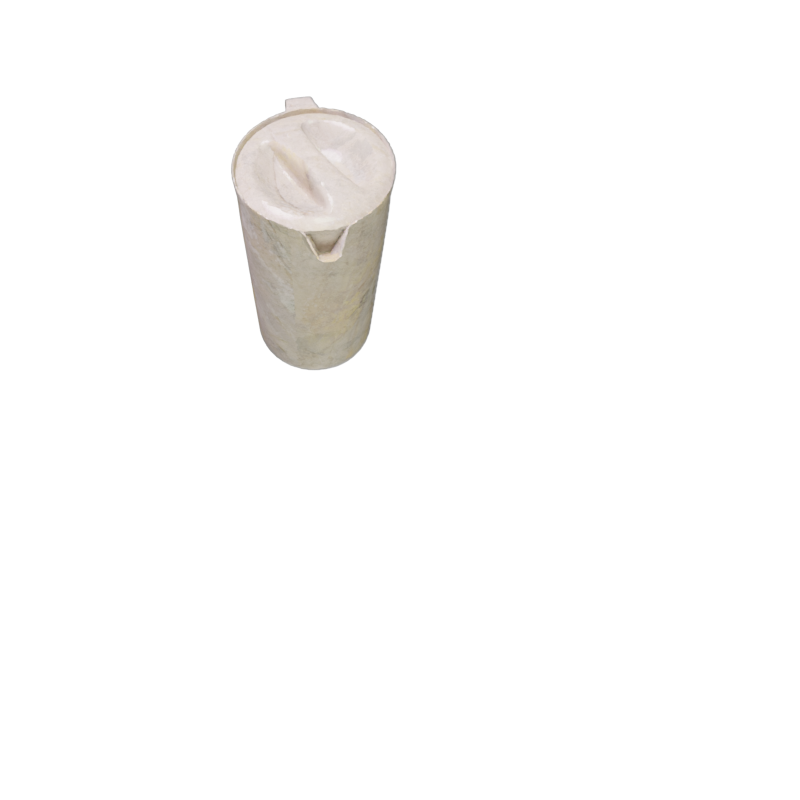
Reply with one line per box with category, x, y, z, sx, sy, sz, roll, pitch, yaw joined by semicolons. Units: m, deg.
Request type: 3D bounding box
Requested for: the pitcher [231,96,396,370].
pitcher;-0.077;-0.141;0.989;0.151;0.153;0.227;30;-30;16
